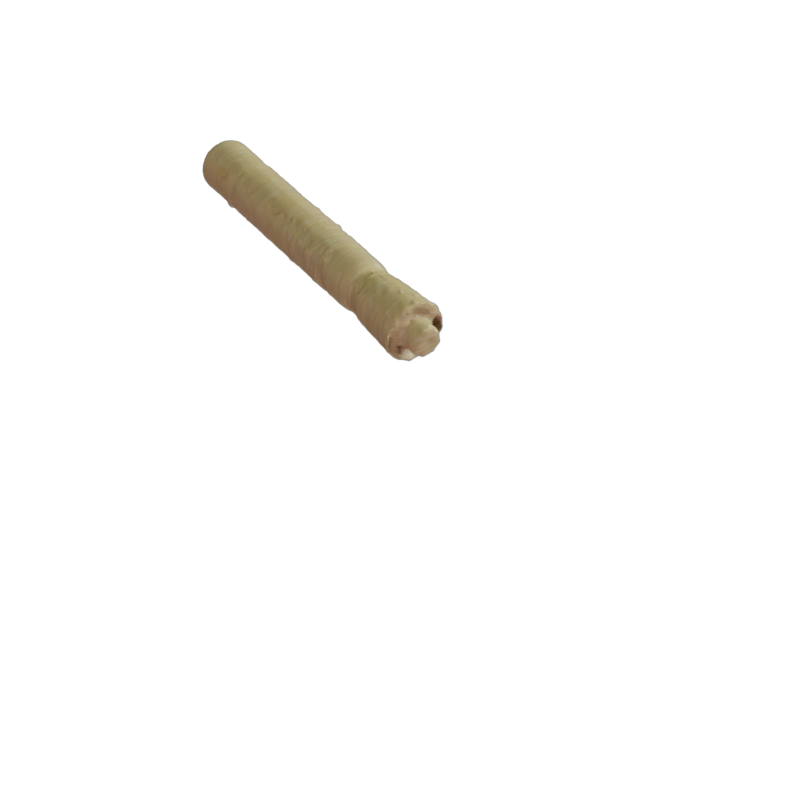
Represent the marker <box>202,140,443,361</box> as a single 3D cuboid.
[{"bbox_3d":[-0.027,-0.049,0.344,0.019,0.019,0.131,-3,33,-36],"label":"marker"}]
